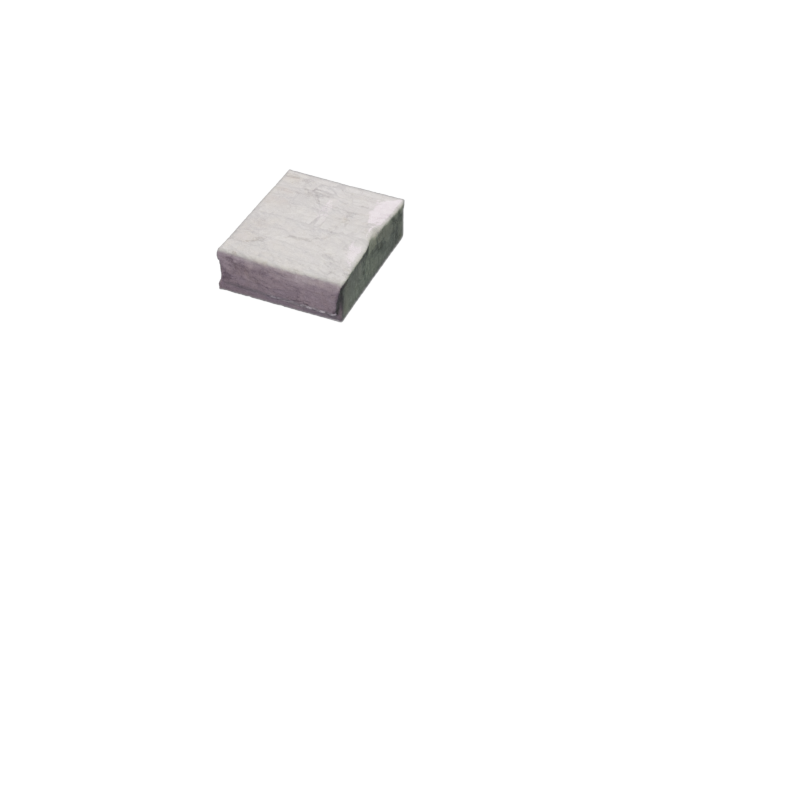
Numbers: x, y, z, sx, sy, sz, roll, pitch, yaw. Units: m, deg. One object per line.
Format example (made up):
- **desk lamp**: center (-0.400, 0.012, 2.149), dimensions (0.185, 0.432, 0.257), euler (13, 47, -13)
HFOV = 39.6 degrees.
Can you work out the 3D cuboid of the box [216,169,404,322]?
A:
- **box**: center (-0.047, -0.086, 0.603), dimensions (0.076, 0.028, 0.092), euler (16, 43, 17)
